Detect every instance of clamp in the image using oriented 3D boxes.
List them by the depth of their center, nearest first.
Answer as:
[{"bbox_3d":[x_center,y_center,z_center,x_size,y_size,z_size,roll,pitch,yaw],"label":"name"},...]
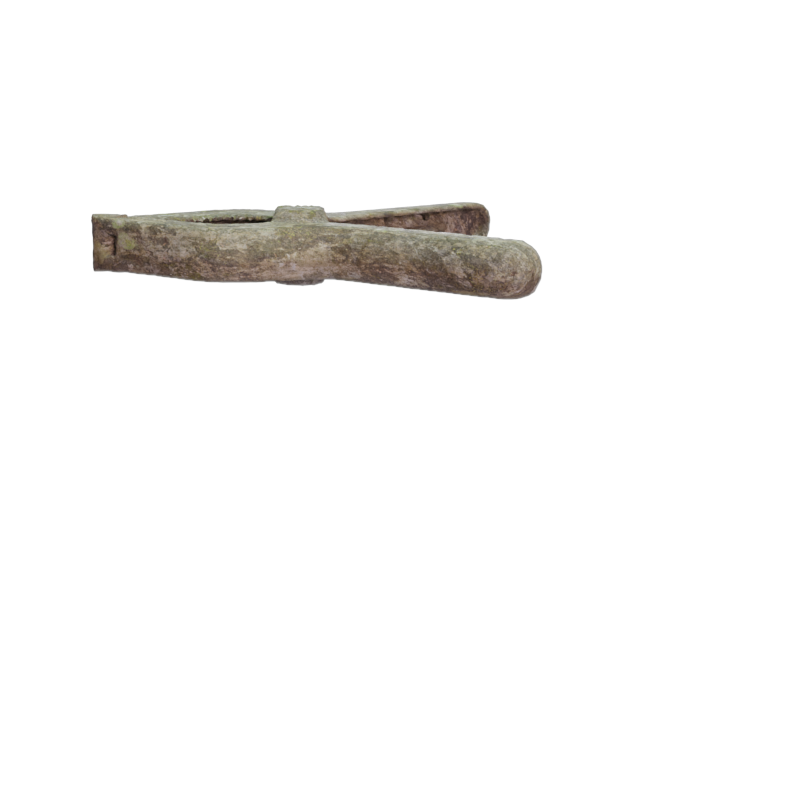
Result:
[{"bbox_3d":[-0.042,-0.077,0.542,0.212,0.035,0.167,2,15,6],"label":"clamp"}]
